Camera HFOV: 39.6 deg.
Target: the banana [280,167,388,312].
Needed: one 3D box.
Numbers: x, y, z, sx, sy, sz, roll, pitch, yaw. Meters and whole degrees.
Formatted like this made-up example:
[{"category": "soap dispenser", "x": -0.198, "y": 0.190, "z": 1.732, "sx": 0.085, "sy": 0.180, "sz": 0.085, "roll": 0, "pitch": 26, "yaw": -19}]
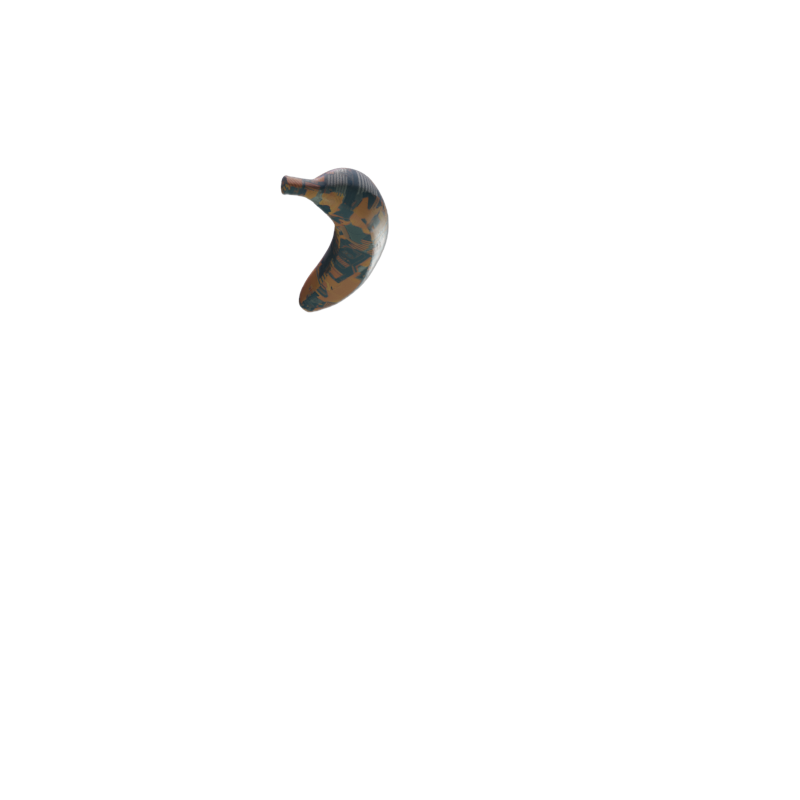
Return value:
[{"category": "banana", "x": -0.043, "y": -0.114, "z": 0.781, "sx": 0.070, "sy": 0.039, "sz": 0.187, "roll": 0, "pitch": -22, "yaw": 0}]
